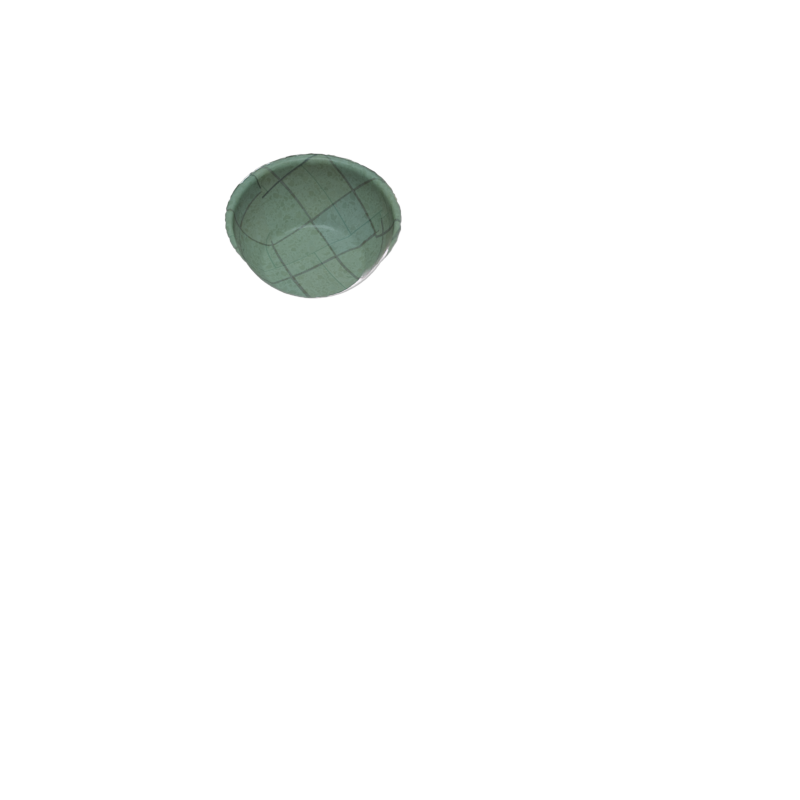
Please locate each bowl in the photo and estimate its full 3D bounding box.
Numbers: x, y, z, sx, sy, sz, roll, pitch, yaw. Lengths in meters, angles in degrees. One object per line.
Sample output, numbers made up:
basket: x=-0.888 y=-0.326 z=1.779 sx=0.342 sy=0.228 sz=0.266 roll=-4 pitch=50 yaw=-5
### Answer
bowl: x=-0.078 y=-0.142 z=0.995 sx=0.162 sy=0.059 sz=0.151 roll=1 pitch=-42 yaw=-1
